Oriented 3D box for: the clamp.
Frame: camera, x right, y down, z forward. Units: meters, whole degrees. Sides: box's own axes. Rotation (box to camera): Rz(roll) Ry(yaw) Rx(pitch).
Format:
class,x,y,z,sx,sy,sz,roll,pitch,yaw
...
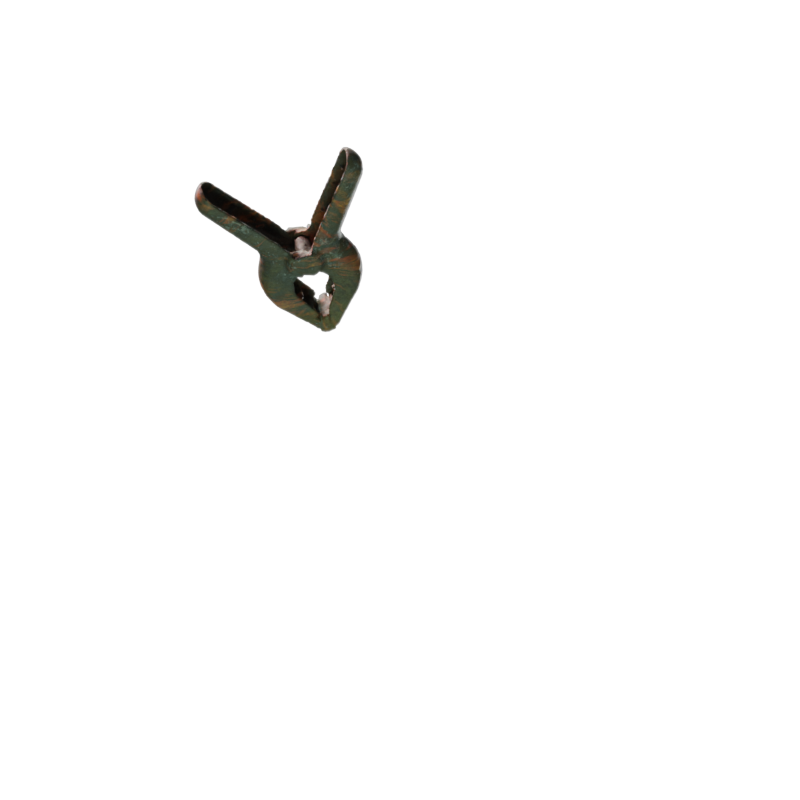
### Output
class,x,y,z,sx,sy,sz,roll,pitch,yaw
clamp,-0.064,-0.118,0.824,0.121,0.042,0.158,-13,-38,16
